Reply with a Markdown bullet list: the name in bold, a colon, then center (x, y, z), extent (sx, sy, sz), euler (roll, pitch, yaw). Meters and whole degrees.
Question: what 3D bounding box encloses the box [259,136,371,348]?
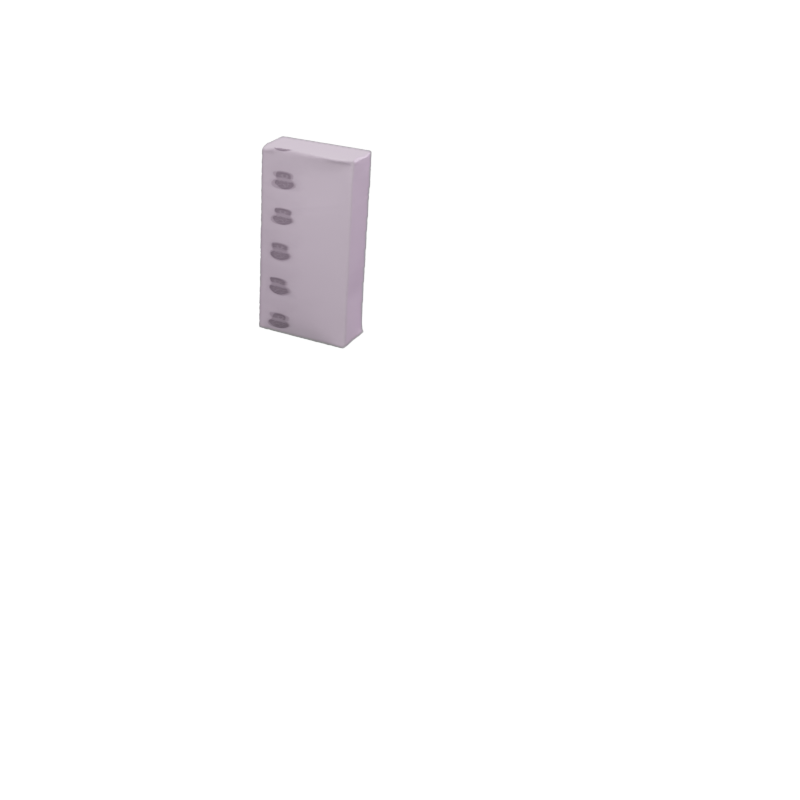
- **box**: center (-0.078, -0.142, 0.995), extent (0.097, 0.168, 0.048), euler (13, 26, 24)
